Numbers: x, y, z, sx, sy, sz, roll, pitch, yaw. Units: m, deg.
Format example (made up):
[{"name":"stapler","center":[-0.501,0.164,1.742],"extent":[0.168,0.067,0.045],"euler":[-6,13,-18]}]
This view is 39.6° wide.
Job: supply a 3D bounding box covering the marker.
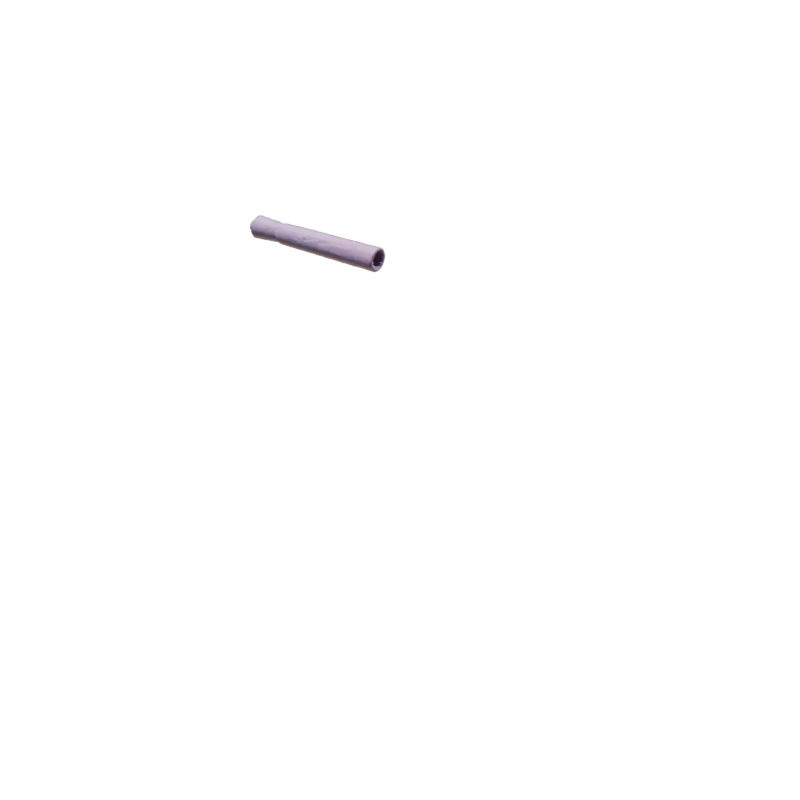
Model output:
[{"name":"marker","center":[-0.066,-0.121,0.846],"extent":[0.128,0.019,0.019],"euler":[20,14,33]}]
